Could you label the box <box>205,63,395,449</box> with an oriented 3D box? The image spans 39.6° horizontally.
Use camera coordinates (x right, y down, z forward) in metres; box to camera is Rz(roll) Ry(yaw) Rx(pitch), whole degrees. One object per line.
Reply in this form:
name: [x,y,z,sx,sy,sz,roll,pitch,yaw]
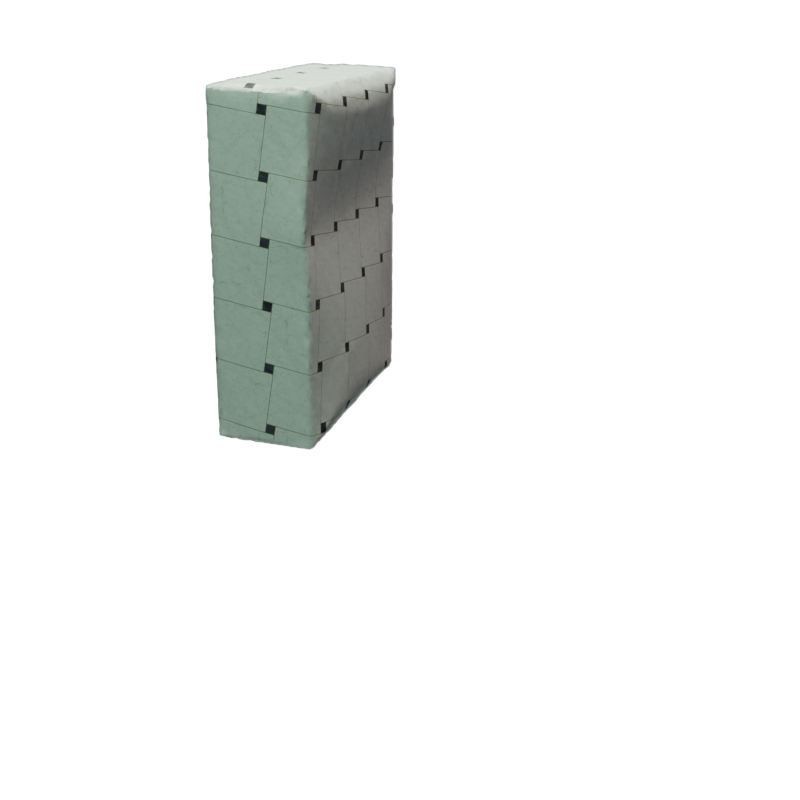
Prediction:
box: [-0.055,-0.101,0.706,0.074,0.206,0.166,6,18,17]
